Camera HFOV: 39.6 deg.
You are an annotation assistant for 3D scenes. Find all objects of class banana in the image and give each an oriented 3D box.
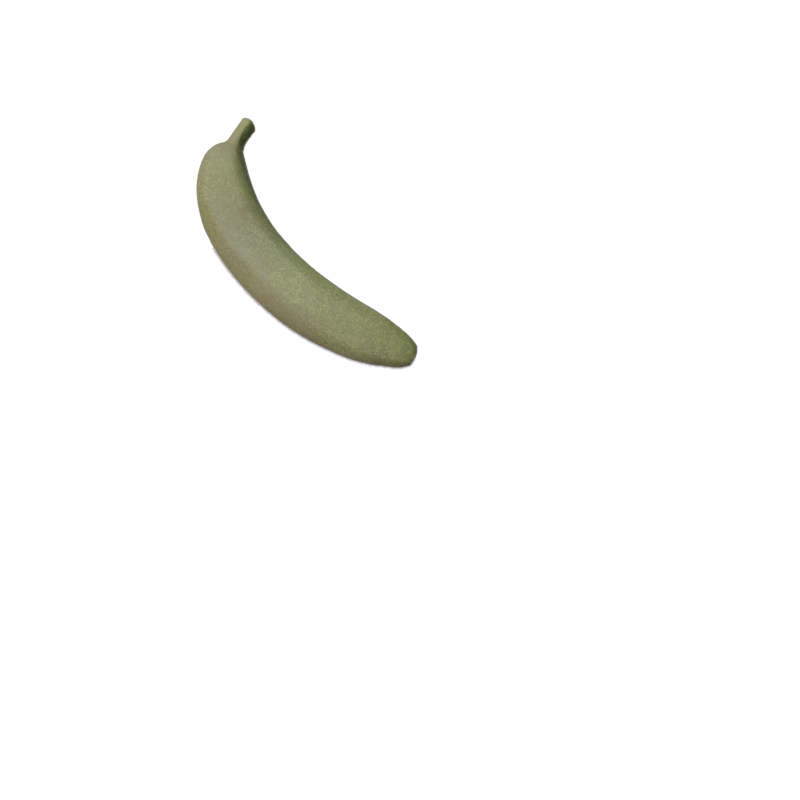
[{"bbox_3d":[-0.070,-0.089,0.668,0.070,0.208,0.035,-30,-20,-12],"label":"banana"}]
